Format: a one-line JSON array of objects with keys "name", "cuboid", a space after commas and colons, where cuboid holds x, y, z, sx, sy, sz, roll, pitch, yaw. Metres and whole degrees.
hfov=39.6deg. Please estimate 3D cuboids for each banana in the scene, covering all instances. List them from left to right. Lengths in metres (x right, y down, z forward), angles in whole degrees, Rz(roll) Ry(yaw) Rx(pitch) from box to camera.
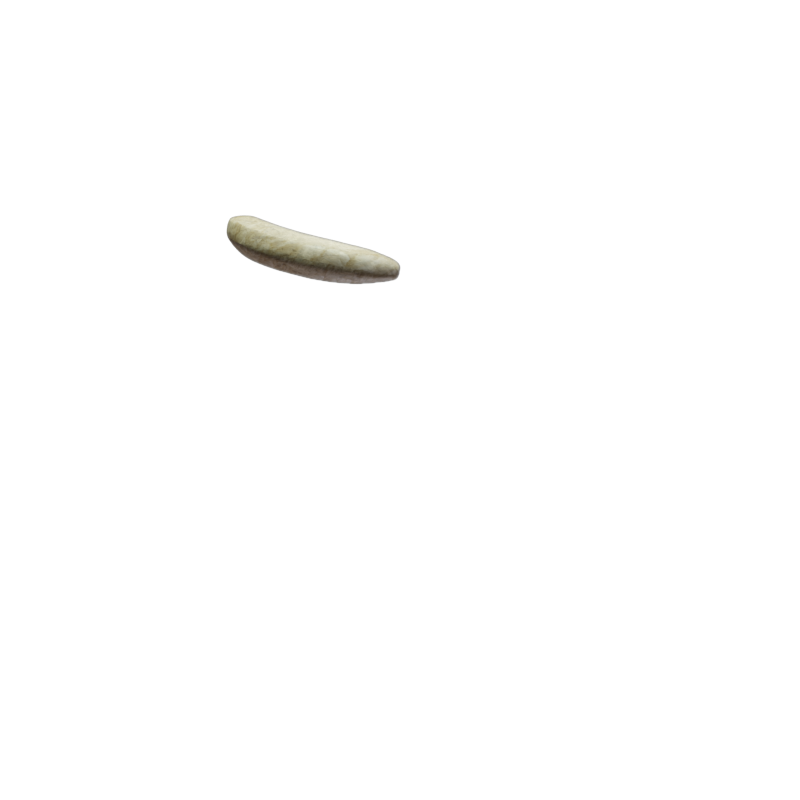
[{"name": "banana", "cuboid": [-0.093, -0.137, 0.986, 0.210, 0.035, 0.069, 24, 35, 38]}]
